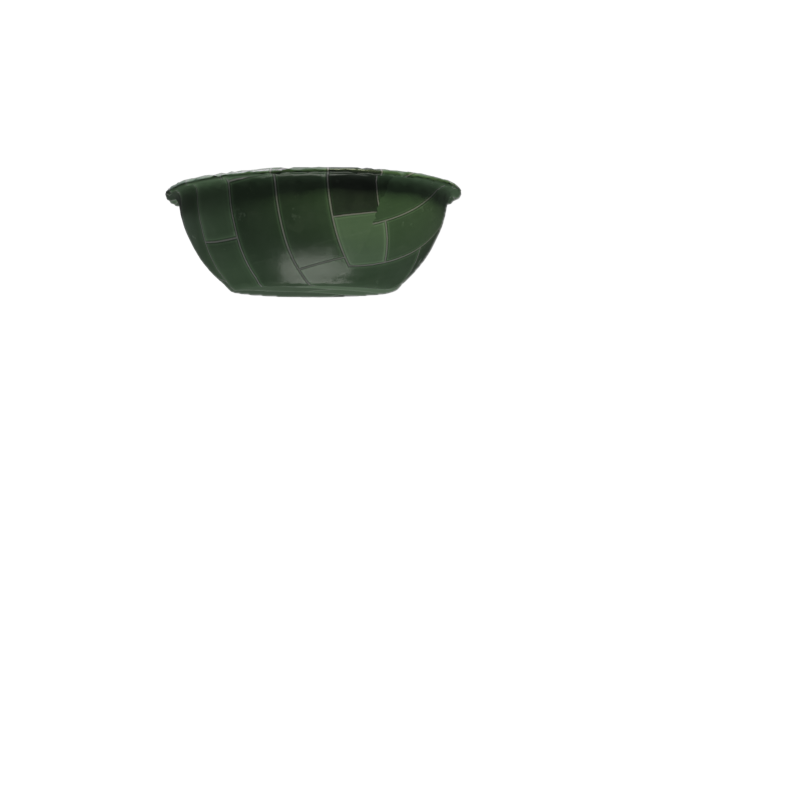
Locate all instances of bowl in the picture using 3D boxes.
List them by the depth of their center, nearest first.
[{"bbox_3d":[-0.047,-0.086,0.604,0.162,0.055,0.161,0,1,-2],"label":"bowl"}]
